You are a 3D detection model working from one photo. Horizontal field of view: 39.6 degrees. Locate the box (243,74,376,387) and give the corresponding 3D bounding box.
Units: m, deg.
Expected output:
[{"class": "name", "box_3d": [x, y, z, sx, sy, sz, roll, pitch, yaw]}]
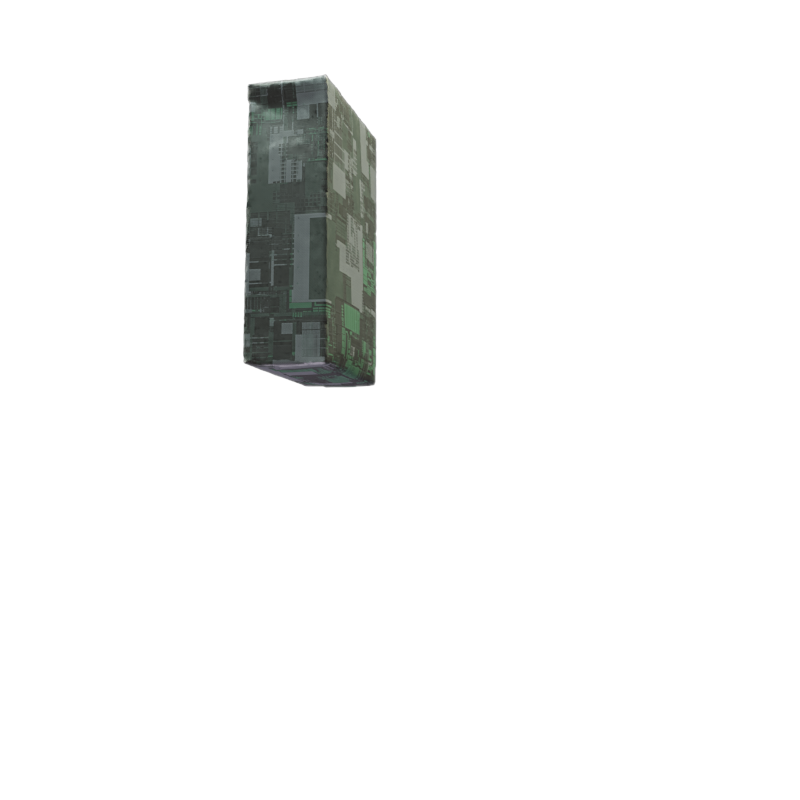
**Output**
[{"class": "box", "box_3d": [-0.068, -0.123, 0.864, 0.073, 0.220, 0.157, -3, -10, 12]}]
